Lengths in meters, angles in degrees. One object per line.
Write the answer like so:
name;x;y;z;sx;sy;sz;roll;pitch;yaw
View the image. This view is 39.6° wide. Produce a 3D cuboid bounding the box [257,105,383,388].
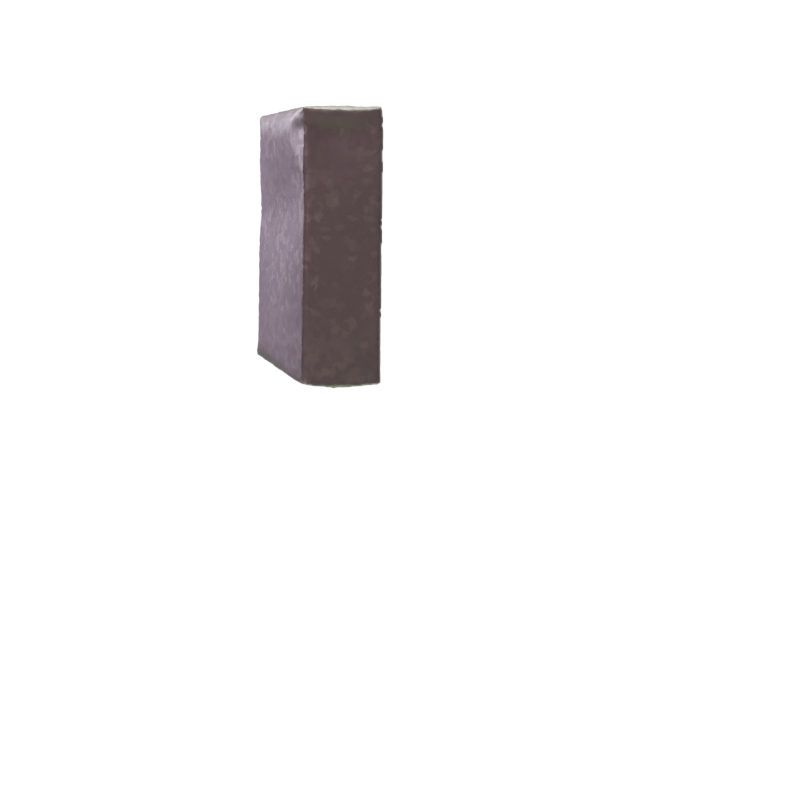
box;-0.071;-0.129;0.906;0.070;0.211;0.170;-1;7;-18
